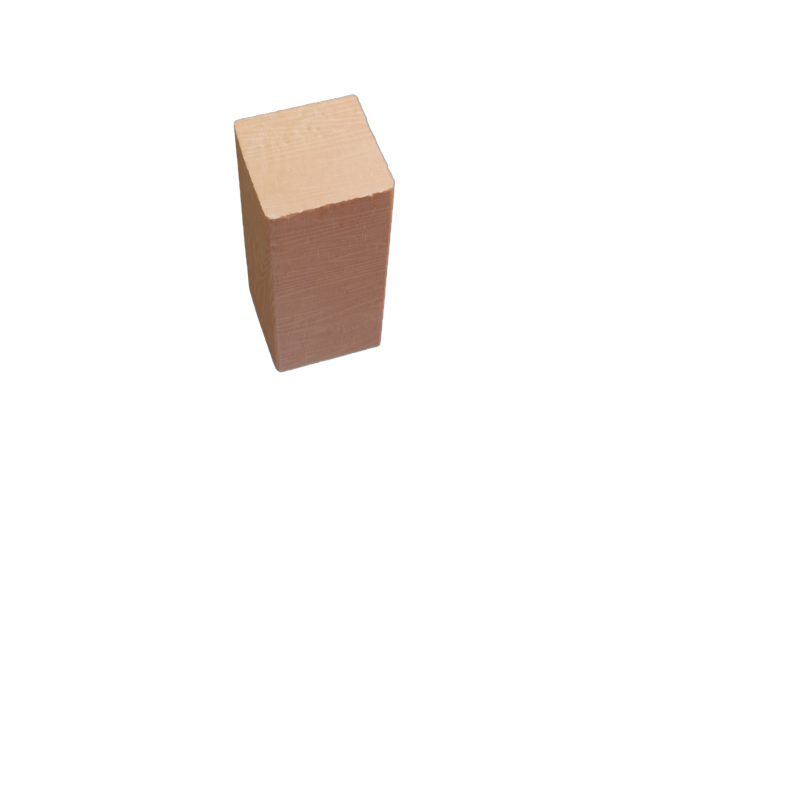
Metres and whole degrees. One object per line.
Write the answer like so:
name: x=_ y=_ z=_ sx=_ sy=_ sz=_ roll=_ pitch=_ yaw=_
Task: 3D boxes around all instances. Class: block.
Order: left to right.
block: x=-0.064 y=-0.116 z=0.819 sx=0.090 sy=0.097 sz=0.193 roll=-14 pitch=-28 yaw=-12
